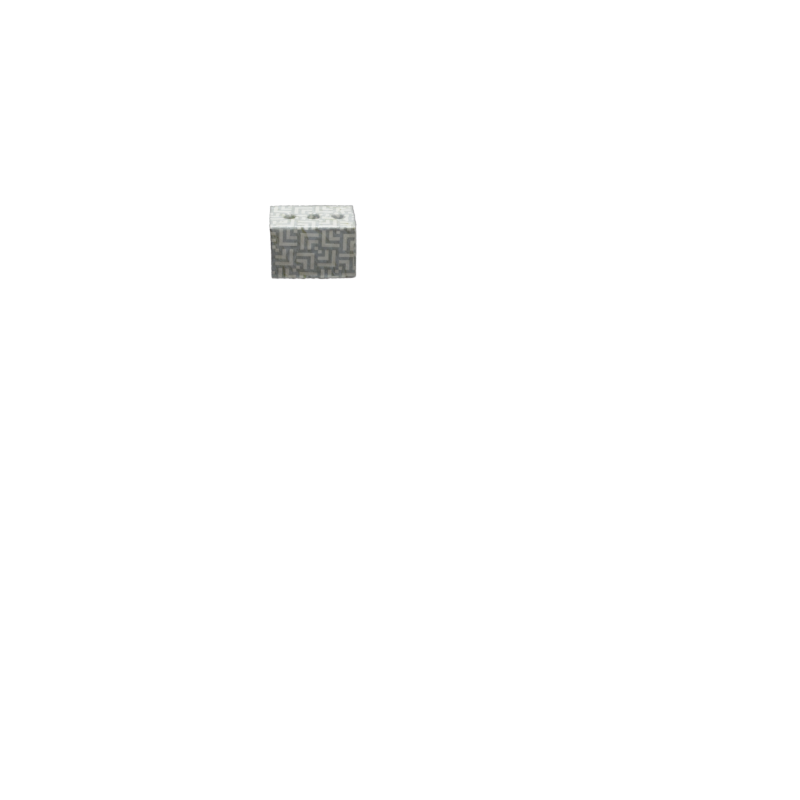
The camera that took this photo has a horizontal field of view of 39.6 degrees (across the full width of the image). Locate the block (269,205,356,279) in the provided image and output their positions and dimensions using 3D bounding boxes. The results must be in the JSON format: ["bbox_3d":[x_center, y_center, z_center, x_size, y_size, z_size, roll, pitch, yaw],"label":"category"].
[{"bbox_3d":[-0.078,-0.142,0.991,0.078,0.049,0.056,-1,26,-3],"label":"block"}]
